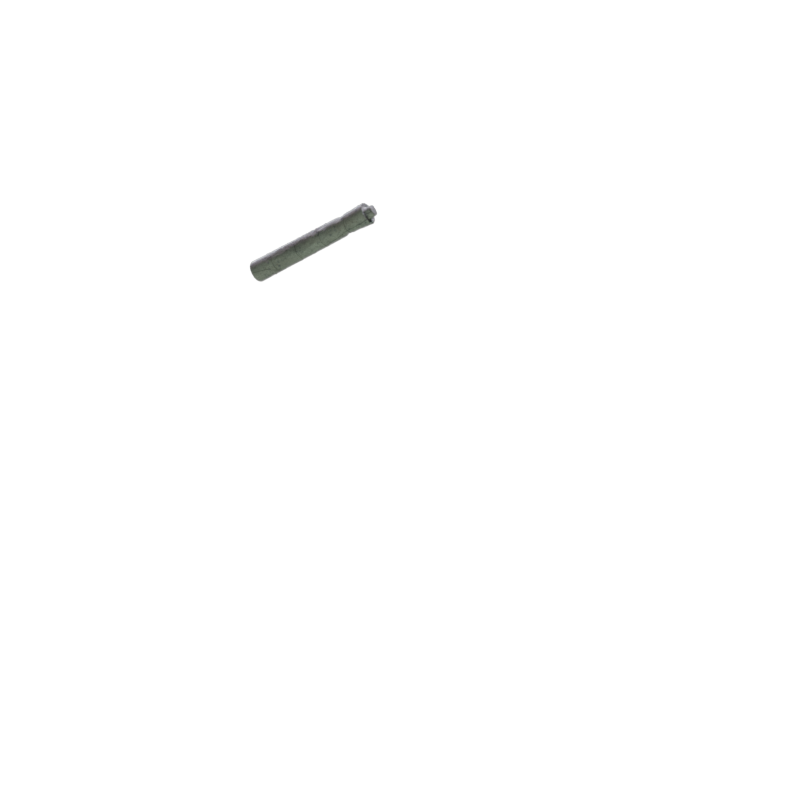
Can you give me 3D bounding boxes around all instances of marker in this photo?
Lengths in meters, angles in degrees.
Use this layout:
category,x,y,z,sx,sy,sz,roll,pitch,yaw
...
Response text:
category,x,y,z,sx,sy,sz,roll,pitch,yaw
marker,-0.071,-0.129,0.903,0.121,0.020,0.019,-23,-7,27
